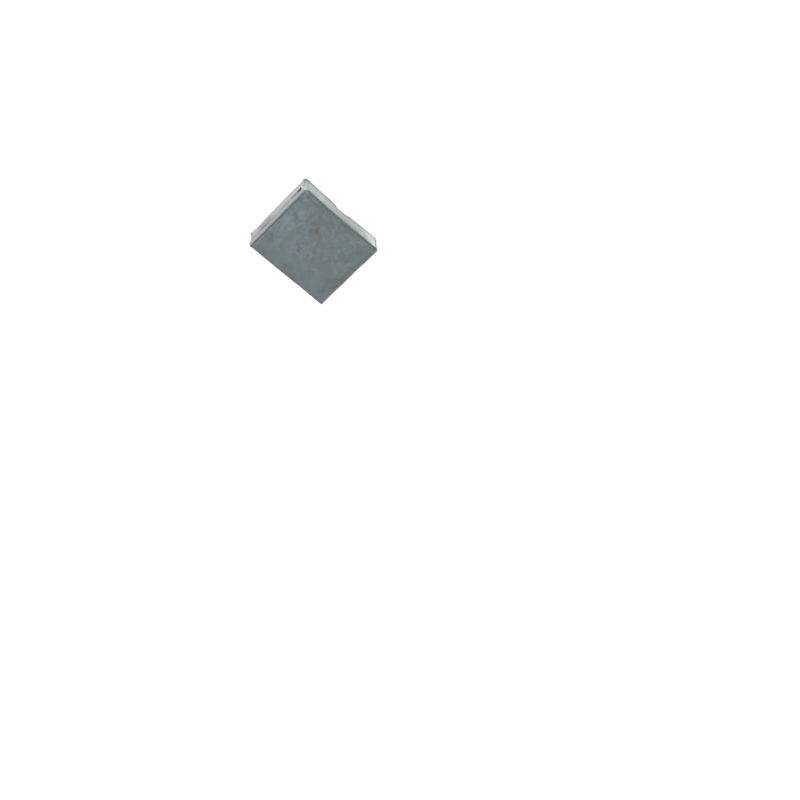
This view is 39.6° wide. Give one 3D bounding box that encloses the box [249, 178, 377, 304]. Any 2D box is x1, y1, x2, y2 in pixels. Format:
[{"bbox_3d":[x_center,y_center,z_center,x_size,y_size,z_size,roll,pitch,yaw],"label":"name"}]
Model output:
[{"bbox_3d":[-0.076,-0.139,0.976,0.086,0.072,0.032,40,19,-17],"label":"box"}]
